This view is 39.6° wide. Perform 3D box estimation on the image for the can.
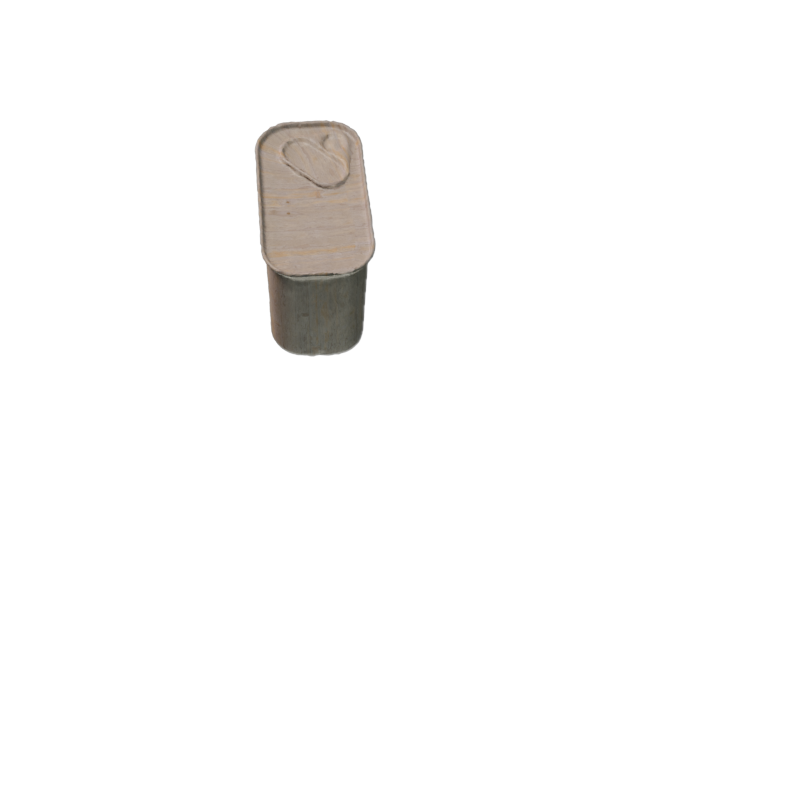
[{"bbox_3d":[-0.047,-0.086,0.601,0.057,0.109,0.078,-4,-33,-5],"label":"can"}]
